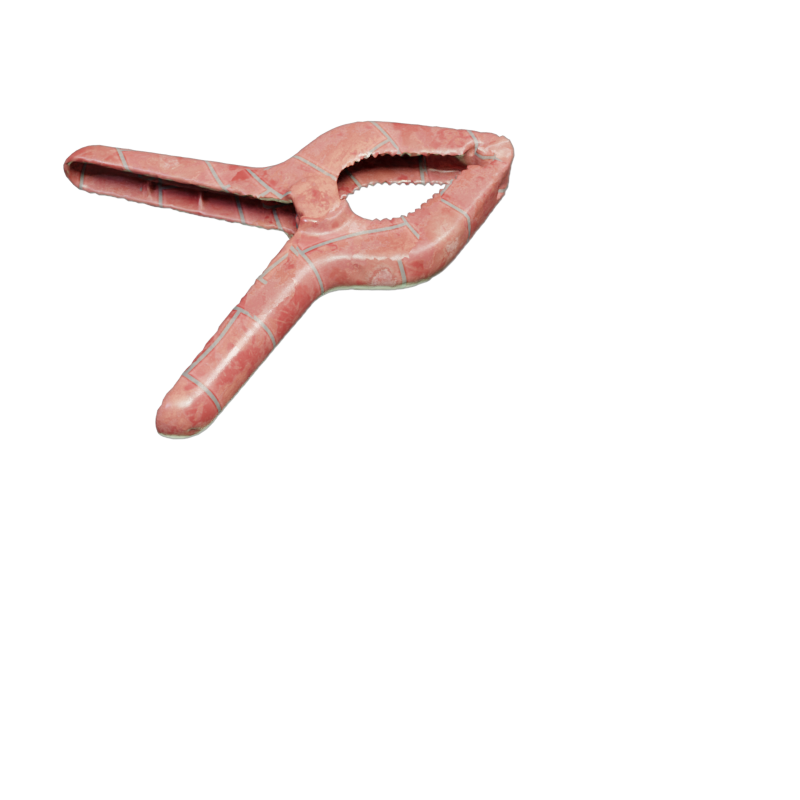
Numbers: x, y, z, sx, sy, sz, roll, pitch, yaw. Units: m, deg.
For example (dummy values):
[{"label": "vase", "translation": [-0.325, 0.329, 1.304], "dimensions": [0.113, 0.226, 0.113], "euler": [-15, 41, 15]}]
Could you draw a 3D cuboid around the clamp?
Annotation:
[{"label": "clamp", "translation": [-0.040, -0.073, 0.510], "dimensions": [0.208, 0.177, 0.034], "euler": [-14, -34, -9]}]
